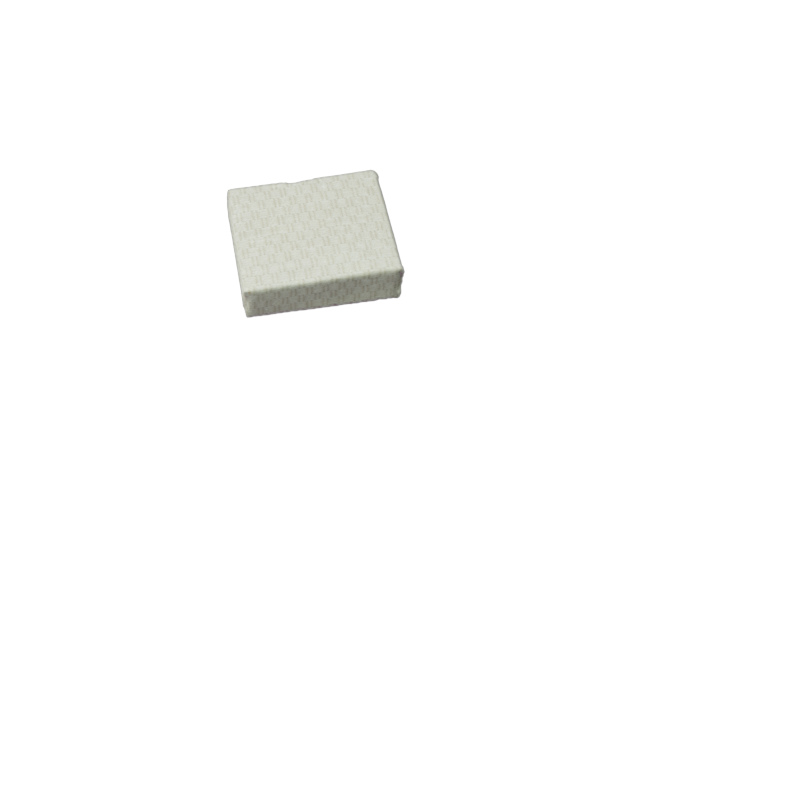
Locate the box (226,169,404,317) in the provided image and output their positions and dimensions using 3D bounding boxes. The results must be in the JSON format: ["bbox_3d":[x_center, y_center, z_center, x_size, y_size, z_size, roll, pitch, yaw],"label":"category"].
[{"bbox_3d":[-0.048,-0.089,0.620,0.089,0.079,0.028,-9,-34,-7],"label":"box"}]
